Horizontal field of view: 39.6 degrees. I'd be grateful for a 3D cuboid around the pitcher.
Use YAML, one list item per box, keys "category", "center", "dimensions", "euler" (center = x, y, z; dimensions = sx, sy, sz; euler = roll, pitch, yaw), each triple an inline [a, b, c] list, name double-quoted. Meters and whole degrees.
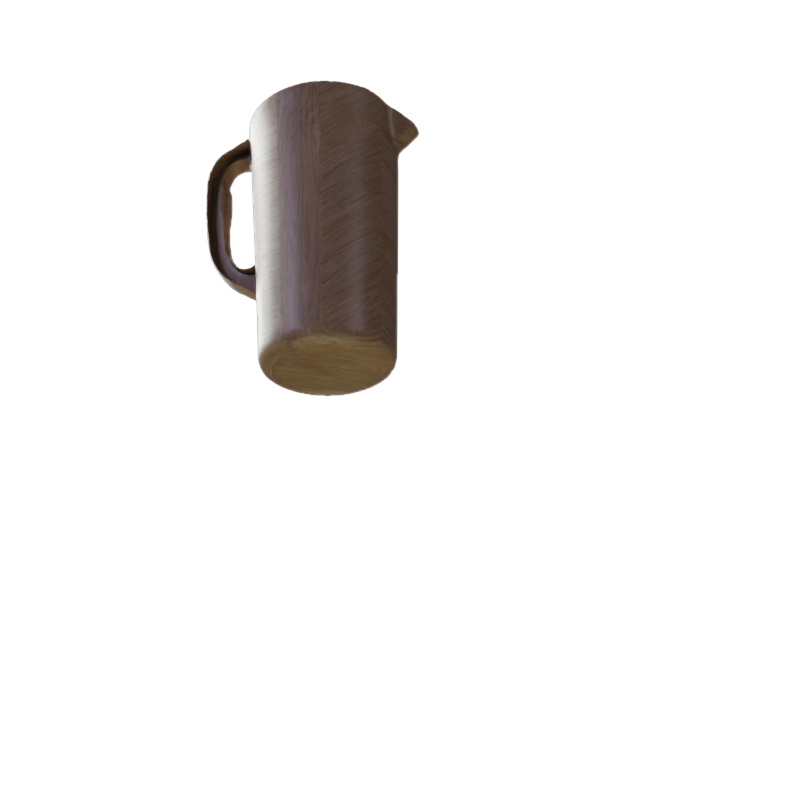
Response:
- category: "pitcher"
  center: [-0.072, -0.131, 0.919]
  dimensions: [0.138, 0.259, 0.146]
  euler: [16, -34, -28]
